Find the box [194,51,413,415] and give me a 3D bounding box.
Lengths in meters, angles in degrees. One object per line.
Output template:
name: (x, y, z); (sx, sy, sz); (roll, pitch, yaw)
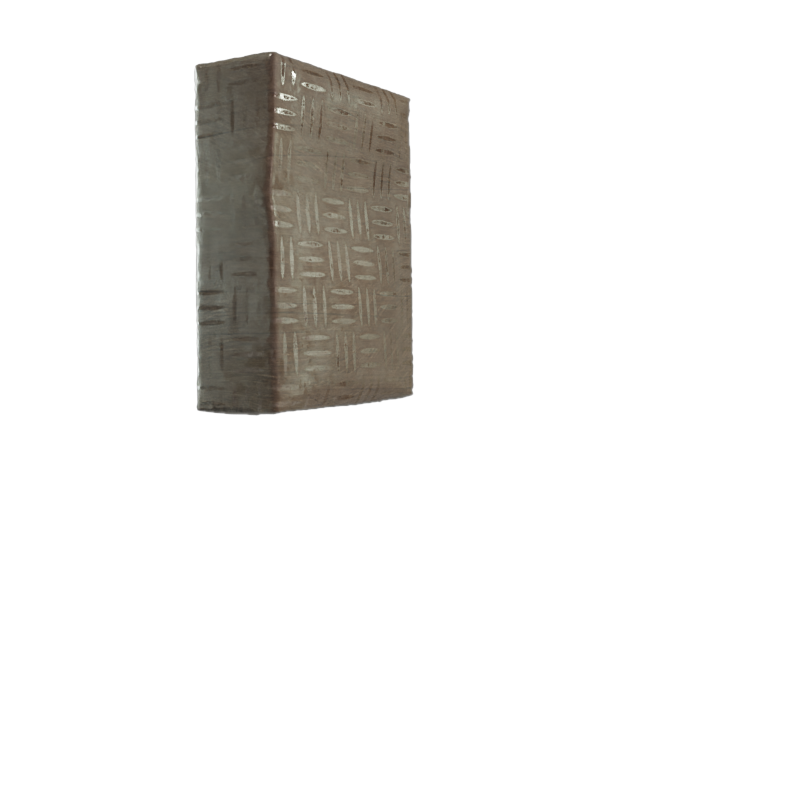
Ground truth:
box: (-0.056, -0.103, 0.720); (0.074, 0.216, 0.158); (-3, -3, 32)
